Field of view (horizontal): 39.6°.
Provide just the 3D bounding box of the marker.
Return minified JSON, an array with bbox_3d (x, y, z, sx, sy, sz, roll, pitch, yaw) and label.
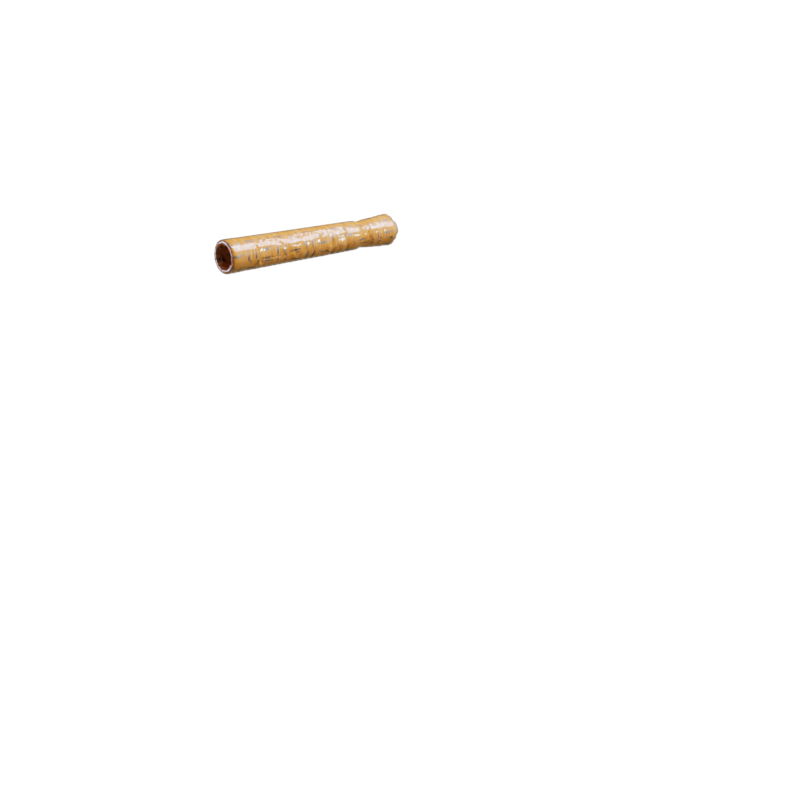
[{"bbox_3d":[-0.048,-0.088,0.619,0.118,0.019,0.021,-16,13,-38],"label":"marker"}]
